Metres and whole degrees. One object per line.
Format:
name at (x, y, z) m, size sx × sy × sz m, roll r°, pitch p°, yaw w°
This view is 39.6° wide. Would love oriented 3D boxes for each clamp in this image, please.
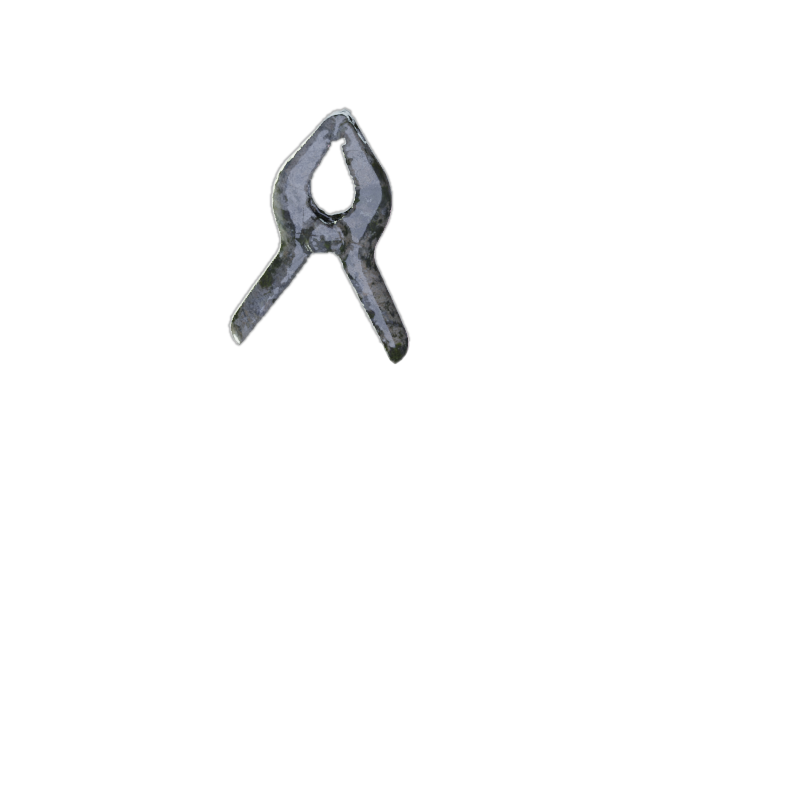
clamp at (-0.057, -0.105, 0.733) m, size 0.120 × 0.167 × 0.040 m, roll -3°, pitch 12°, yaw 0°
